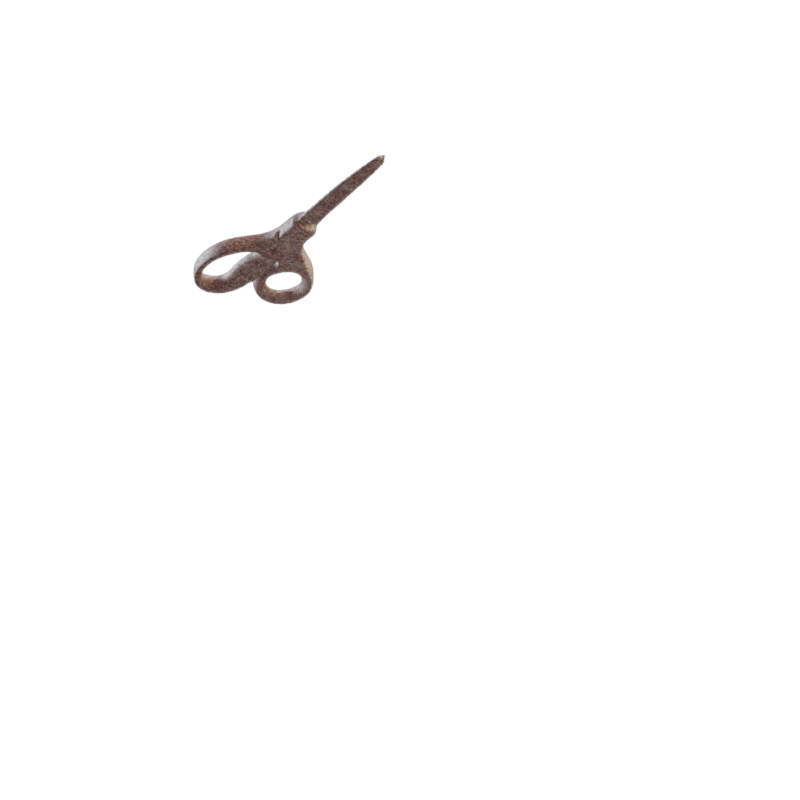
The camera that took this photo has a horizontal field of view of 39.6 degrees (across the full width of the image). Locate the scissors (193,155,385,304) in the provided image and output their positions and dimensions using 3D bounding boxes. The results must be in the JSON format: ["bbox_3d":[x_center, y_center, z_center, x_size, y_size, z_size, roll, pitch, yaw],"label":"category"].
[{"bbox_3d":[-0.061,-0.111,0.776,0.203,0.017,0.090,-19,-31,35],"label":"scissors"}]
